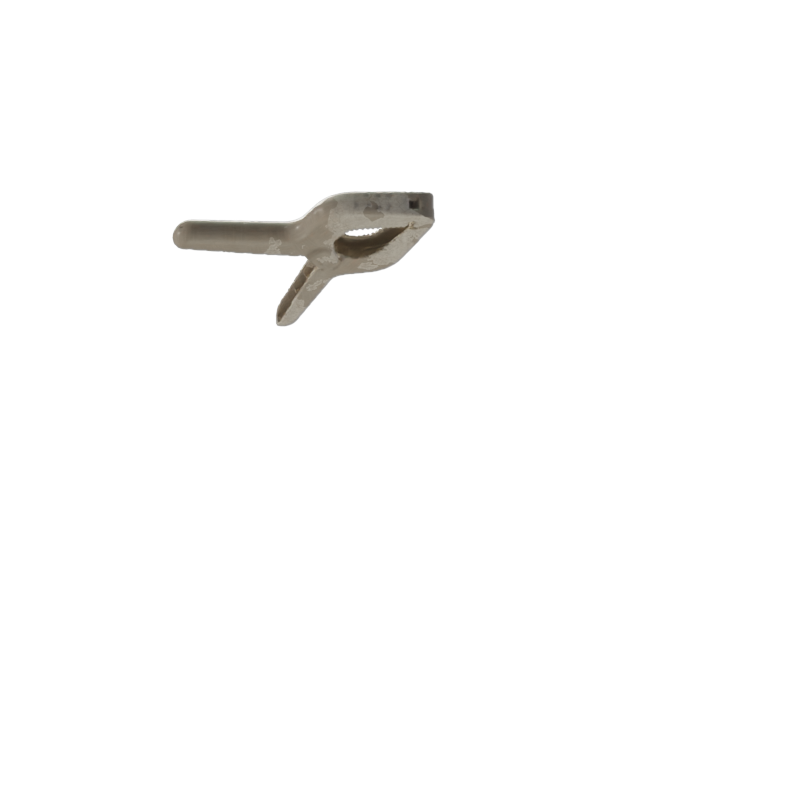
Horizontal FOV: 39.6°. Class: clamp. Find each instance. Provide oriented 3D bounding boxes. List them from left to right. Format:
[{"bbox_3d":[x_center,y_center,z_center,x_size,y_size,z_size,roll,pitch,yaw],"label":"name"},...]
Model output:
[{"bbox_3d":[-0.072,-0.131,0.920,0.212,0.039,0.153,-20,-34,32],"label":"clamp"}]
